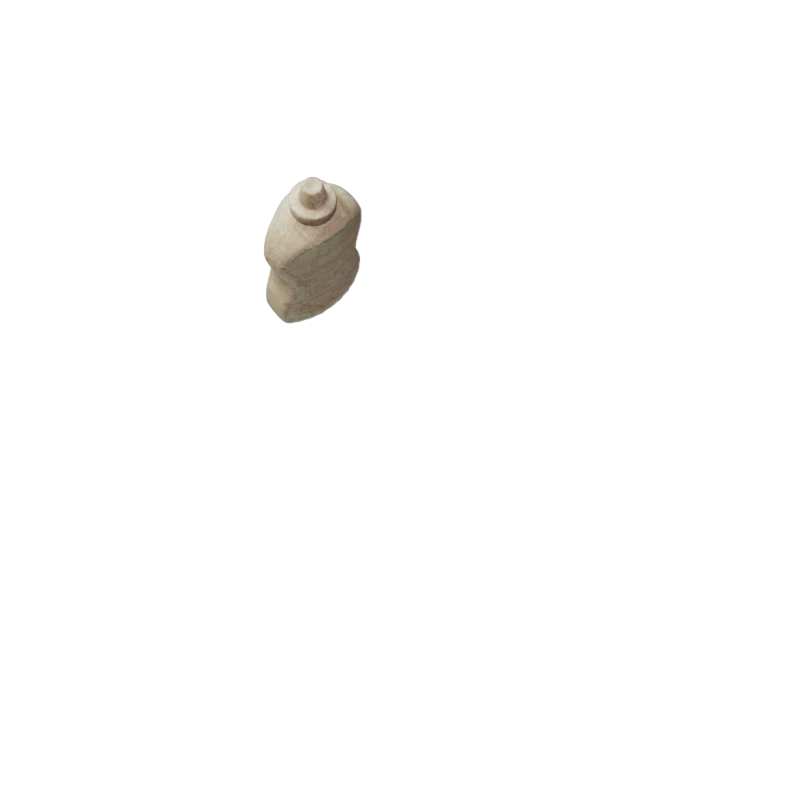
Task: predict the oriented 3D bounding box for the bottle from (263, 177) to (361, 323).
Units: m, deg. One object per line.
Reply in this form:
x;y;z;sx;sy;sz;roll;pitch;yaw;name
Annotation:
-0.079;-0.143;0.999;0.096;0.061;0.182;-36;-16;-17;bottle
